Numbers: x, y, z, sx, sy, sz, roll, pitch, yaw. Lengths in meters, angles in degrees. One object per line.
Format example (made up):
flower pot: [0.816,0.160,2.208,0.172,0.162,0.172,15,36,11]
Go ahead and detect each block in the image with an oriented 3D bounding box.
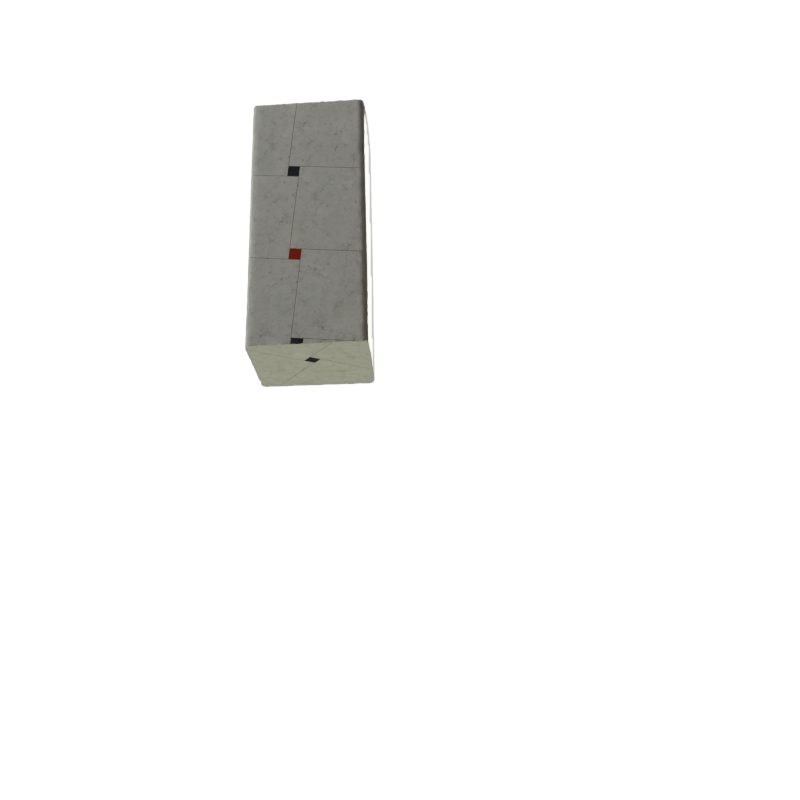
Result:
block: [-0.068,-0.124,0.870,0.091,0.218,0.085,-3,-25,3]
